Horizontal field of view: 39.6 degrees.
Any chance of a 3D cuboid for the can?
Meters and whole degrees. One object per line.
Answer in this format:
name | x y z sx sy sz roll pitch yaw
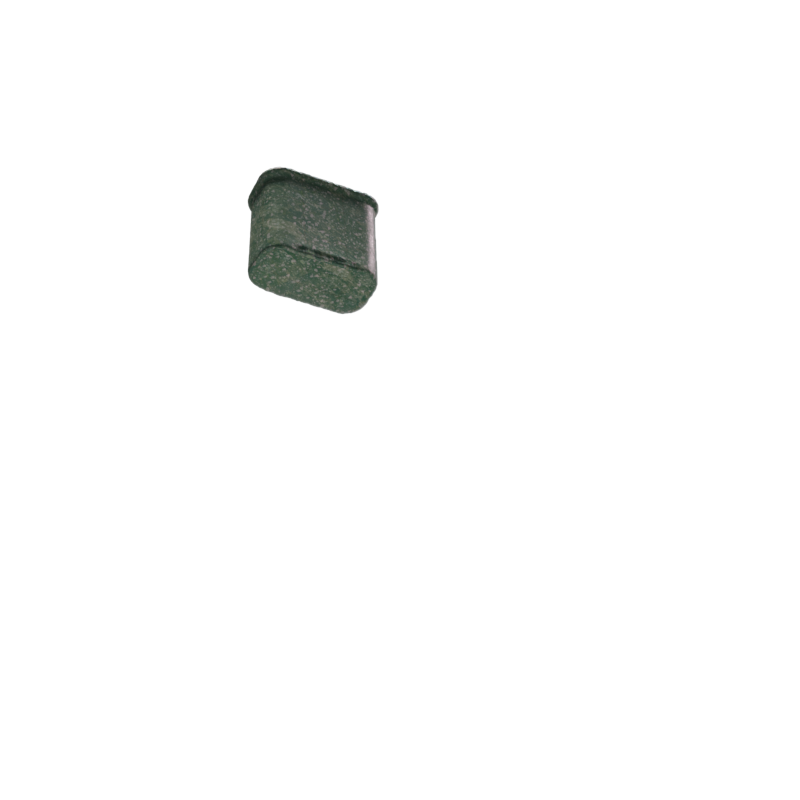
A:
can | -0.067 -0.122 0.854 0.098 0.090 0.055 15 -44 -19
